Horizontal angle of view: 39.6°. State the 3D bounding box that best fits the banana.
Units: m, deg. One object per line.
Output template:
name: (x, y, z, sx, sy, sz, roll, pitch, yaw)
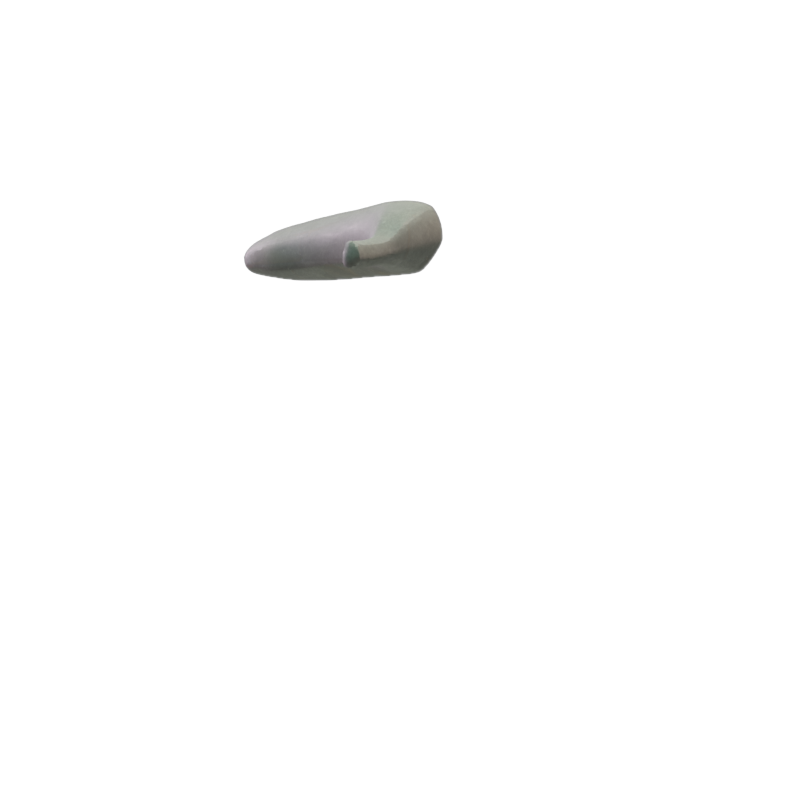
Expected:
banana: (-0.026, -0.082, 0.574, 0.068, 0.037, 0.202, -1, 4, -20)
